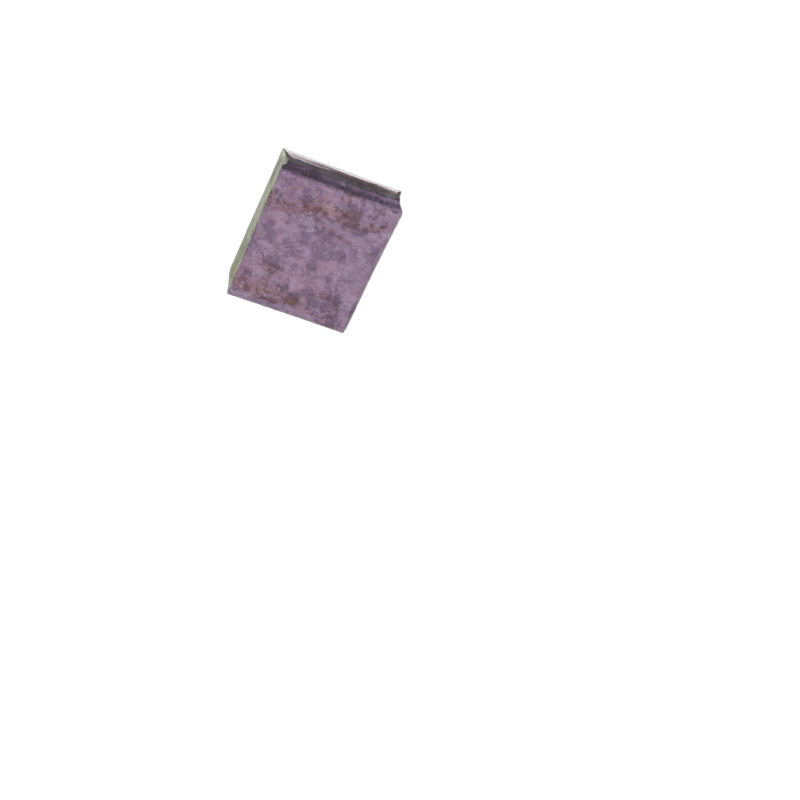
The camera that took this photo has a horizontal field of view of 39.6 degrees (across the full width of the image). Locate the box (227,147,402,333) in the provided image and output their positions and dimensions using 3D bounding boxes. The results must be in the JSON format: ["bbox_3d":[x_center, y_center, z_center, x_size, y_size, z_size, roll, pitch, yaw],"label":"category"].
[{"bbox_3d":[-0.049,-0.090,0.627,0.071,0.086,0.032,20,30,-12],"label":"box"}]
